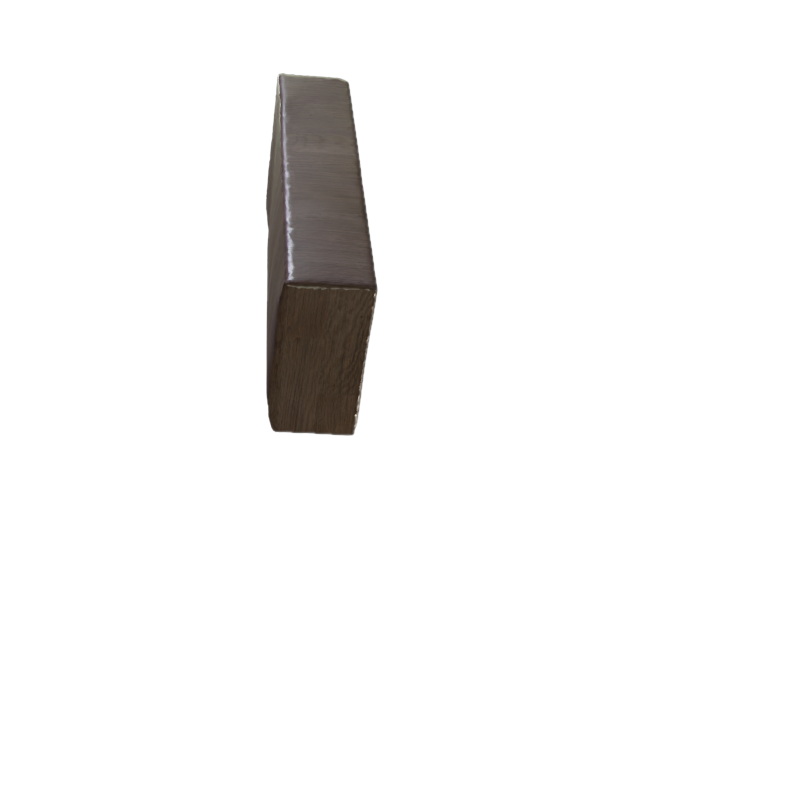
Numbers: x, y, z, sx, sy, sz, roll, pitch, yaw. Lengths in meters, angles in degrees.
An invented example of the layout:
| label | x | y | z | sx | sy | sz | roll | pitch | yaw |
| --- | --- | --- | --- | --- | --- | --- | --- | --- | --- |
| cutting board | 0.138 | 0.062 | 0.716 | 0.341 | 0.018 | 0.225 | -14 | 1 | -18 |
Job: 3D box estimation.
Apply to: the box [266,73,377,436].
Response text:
| label | x | y | z | sx | sy | sz | roll | pitch | yaw |
| --- | --- | --- | --- | --- | --- | --- | --- | --- | --- |
| box | -0.043 | -0.078 | 0.548 | 0.048 | 0.088 | 0.189 | 4 | 42 | -8 |
